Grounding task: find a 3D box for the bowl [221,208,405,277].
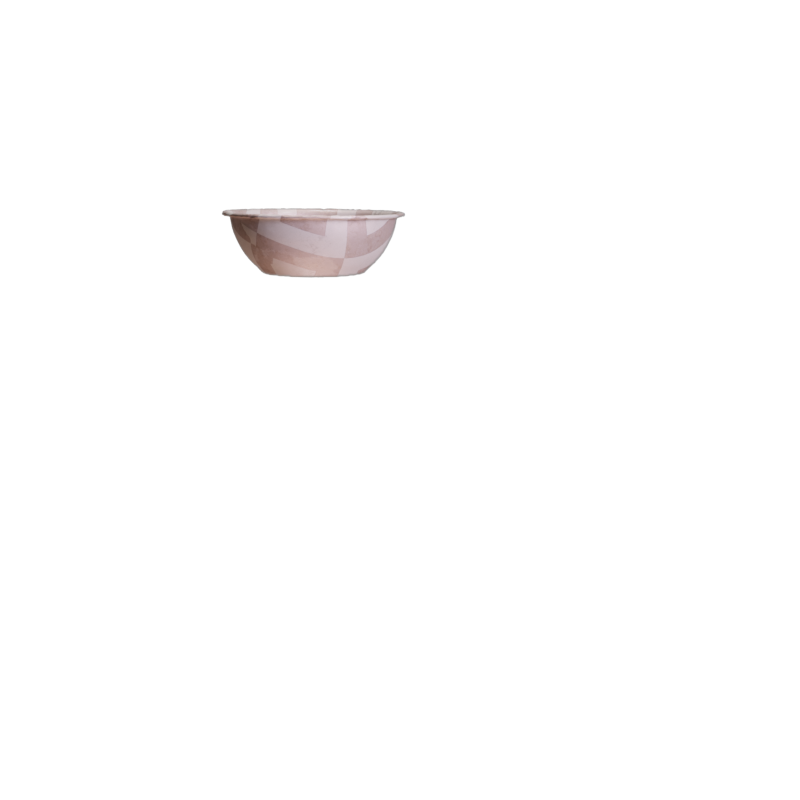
[{"bbox_3d":[-0.076,-0.139,0.977,0.162,0.054,0.165,0,11,-2],"label":"bowl"}]
